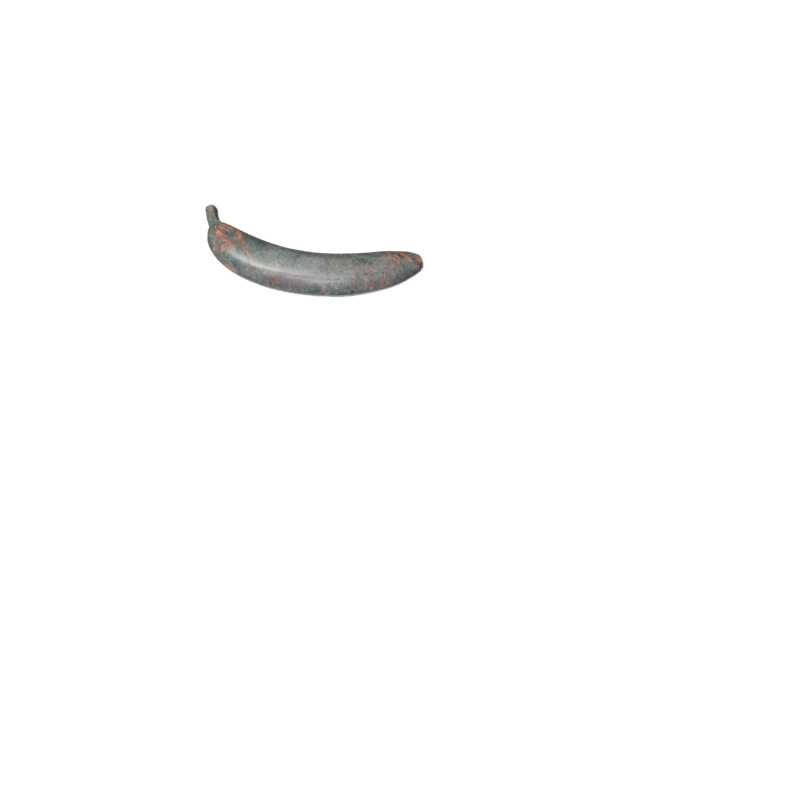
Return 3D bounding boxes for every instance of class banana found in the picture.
[{"bbox_3d":[-0.082,-0.119,0.934,0.201,0.073,0.034,16,-28,9],"label":"banana"}]
